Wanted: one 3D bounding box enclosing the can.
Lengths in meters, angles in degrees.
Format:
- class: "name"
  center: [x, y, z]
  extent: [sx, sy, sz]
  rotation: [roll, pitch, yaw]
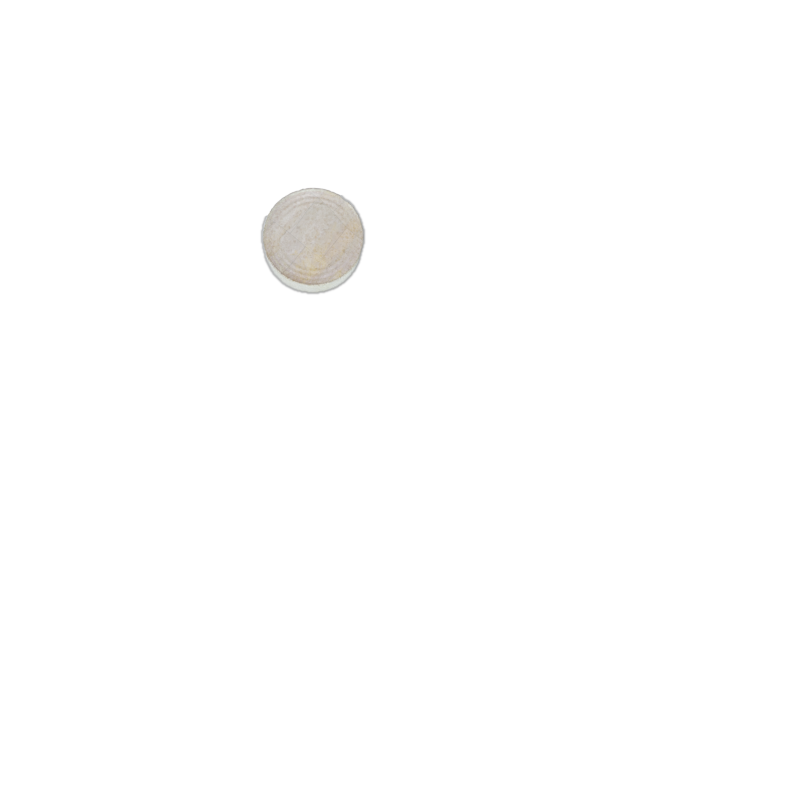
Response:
- class: "can"
  center: [-0.074, -0.135, 0.943]
  extent: [0.086, 0.089, 0.032]
  rotation: [0, -15, -1]
